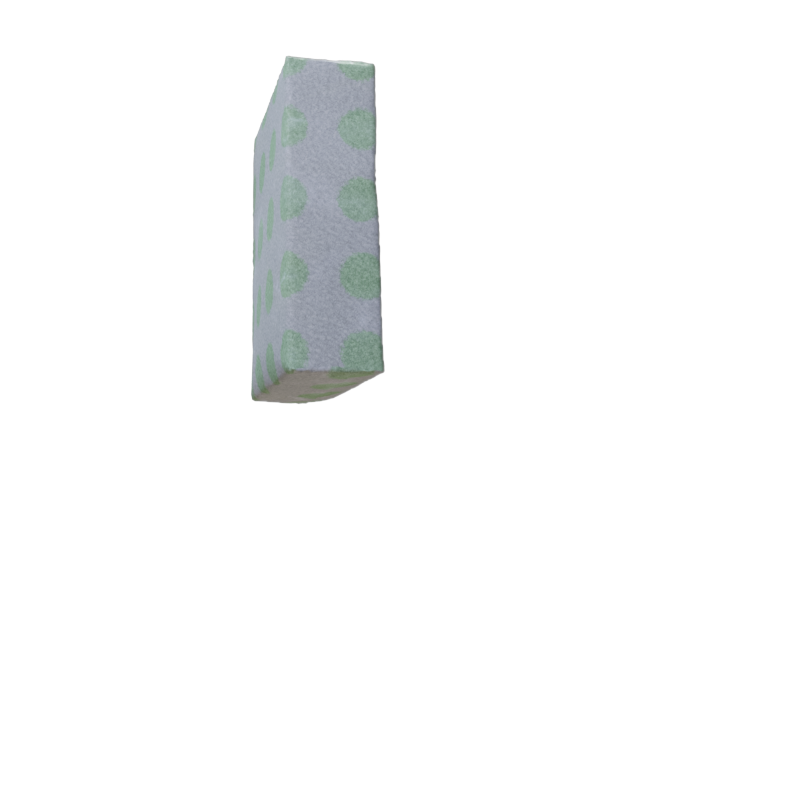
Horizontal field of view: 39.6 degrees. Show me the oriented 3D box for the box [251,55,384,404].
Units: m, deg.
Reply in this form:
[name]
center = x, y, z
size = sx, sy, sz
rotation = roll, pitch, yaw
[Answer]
[box]
center = -0.062, -0.113, 0.792
size = 0.070, 0.221, 0.162
rotation = 3, -12, -14
